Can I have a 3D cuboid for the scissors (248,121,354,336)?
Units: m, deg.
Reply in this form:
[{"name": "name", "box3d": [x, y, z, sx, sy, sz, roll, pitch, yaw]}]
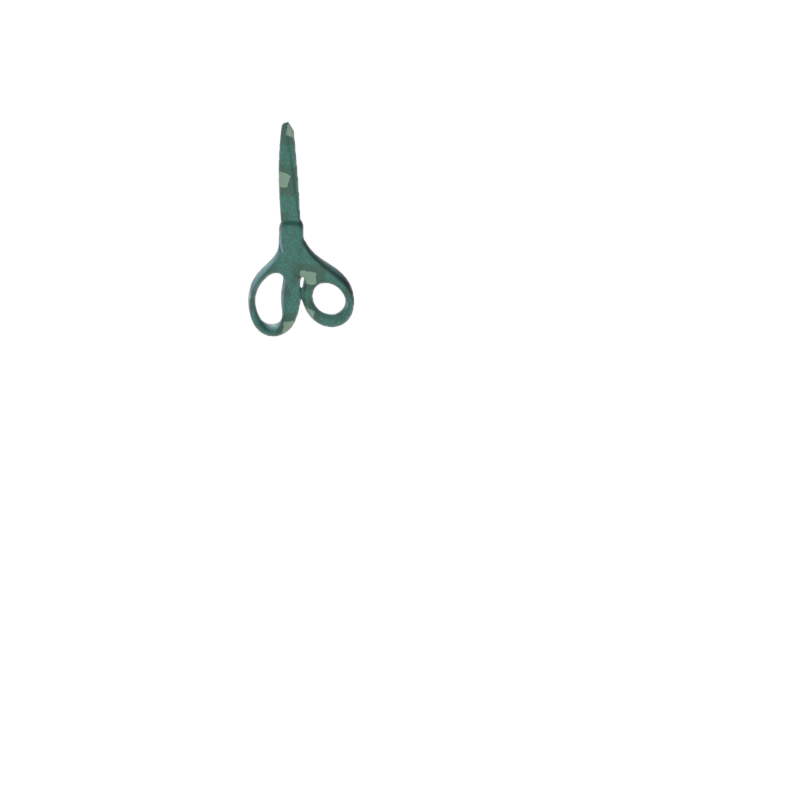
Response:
[{"name": "scissors", "box3d": [-0.069, -0.126, 0.879, 0.094, 0.191, 0.017, 13, 38, -11]}]
